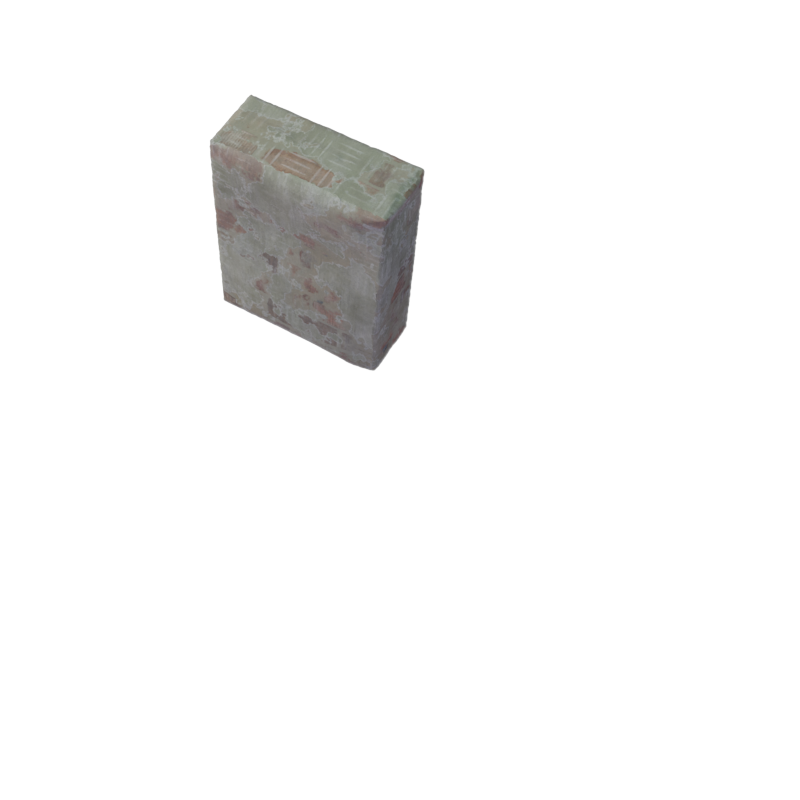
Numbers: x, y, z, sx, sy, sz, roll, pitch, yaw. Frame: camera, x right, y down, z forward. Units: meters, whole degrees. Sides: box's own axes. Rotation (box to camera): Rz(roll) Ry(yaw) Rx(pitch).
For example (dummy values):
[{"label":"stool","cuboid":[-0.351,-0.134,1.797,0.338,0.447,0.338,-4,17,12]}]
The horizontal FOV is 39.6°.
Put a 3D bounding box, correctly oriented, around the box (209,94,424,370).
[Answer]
[{"label":"box","cuboid":[-0.074,-0.134,0.942,0.170,0.074,0.200,27,-31,15]}]
